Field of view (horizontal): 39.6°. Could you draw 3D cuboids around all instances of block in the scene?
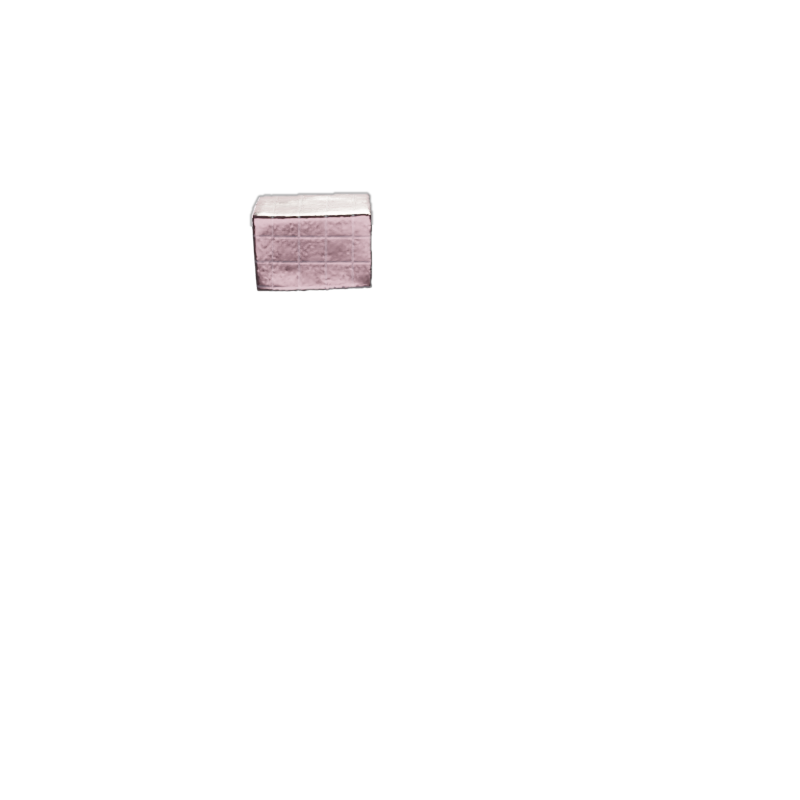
[{"bbox_3d":[-0.057,-0.105,0.734,0.078,0.050,0.054,-1,22,-1],"label":"block"}]
